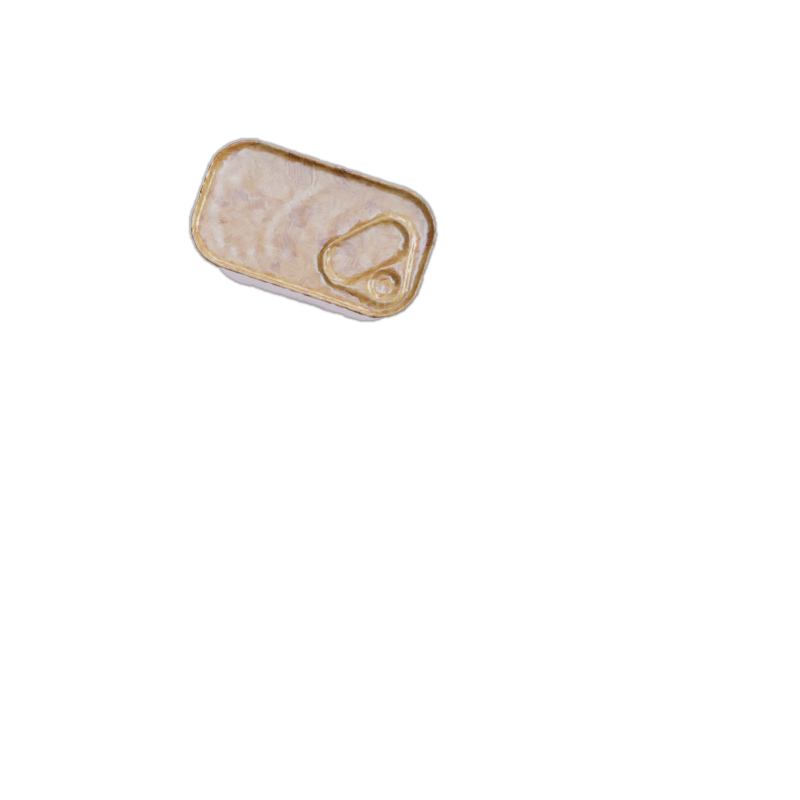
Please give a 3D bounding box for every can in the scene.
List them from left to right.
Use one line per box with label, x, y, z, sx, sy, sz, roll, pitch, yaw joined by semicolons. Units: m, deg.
can;-0.040;-0.073;0.508;0.102;0.058;0.083;18;-4;0
